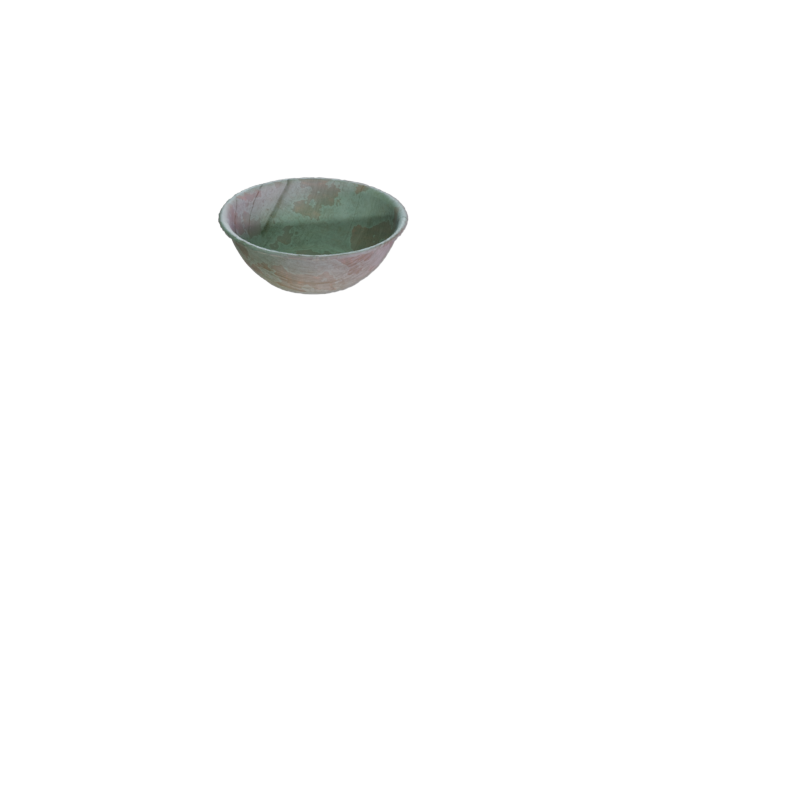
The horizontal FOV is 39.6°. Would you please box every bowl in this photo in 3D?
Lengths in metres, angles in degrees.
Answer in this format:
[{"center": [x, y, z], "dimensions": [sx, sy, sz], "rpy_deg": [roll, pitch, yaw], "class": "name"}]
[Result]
[{"center": [-0.075, -0.136, 0.954], "dimensions": [0.162, 0.052, 0.172], "rpy_deg": [-1, 32, -2], "class": "bowl"}]
